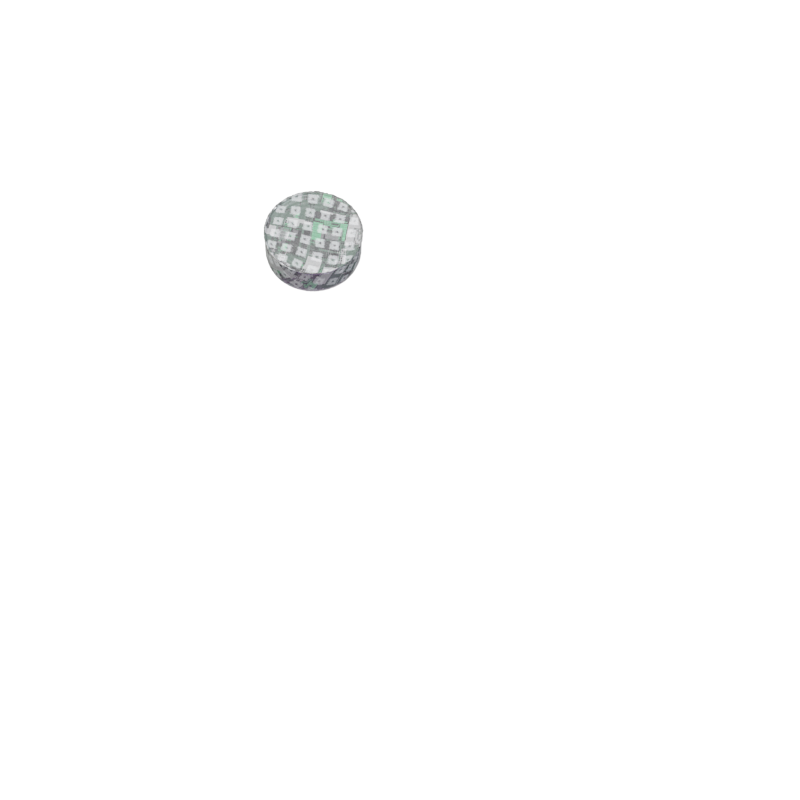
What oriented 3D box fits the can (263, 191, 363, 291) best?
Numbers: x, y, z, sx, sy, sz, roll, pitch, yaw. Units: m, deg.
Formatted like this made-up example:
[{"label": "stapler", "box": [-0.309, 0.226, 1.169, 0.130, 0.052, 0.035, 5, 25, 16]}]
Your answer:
[{"label": "can", "box": [-0.076, -0.138, 0.969, 0.086, 0.092, 0.031, -1, -31, -1]}]
